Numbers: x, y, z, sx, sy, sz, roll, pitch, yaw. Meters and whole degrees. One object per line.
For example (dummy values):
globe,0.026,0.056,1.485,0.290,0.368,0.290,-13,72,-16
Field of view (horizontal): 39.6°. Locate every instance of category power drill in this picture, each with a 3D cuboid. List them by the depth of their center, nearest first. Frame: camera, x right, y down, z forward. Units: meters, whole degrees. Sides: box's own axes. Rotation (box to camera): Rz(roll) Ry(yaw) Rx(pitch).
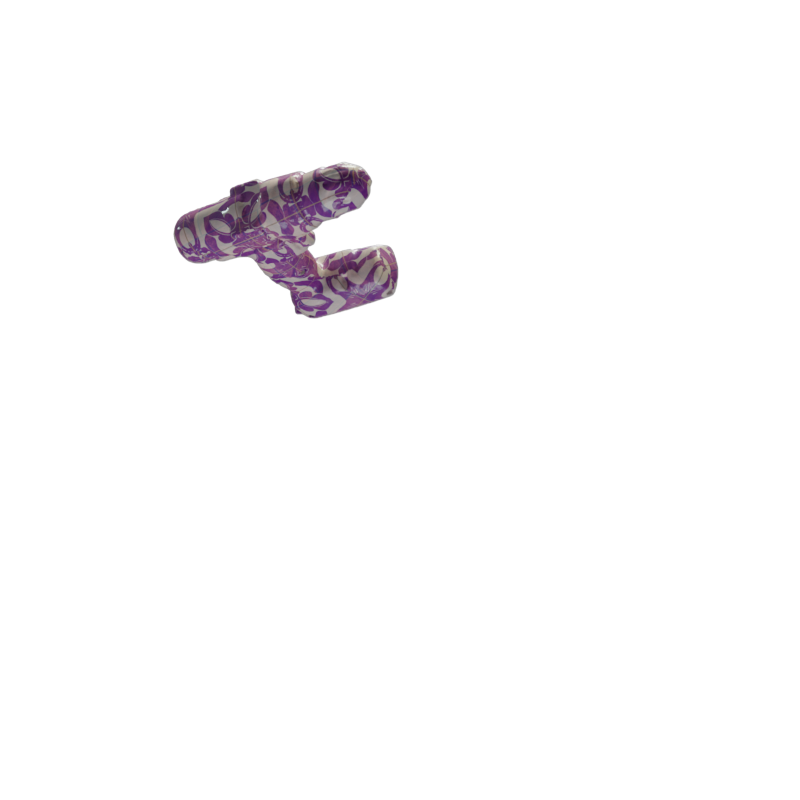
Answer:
power drill,-0.076,-0.139,0.972,0.187,0.061,0.175,-12,-24,27
